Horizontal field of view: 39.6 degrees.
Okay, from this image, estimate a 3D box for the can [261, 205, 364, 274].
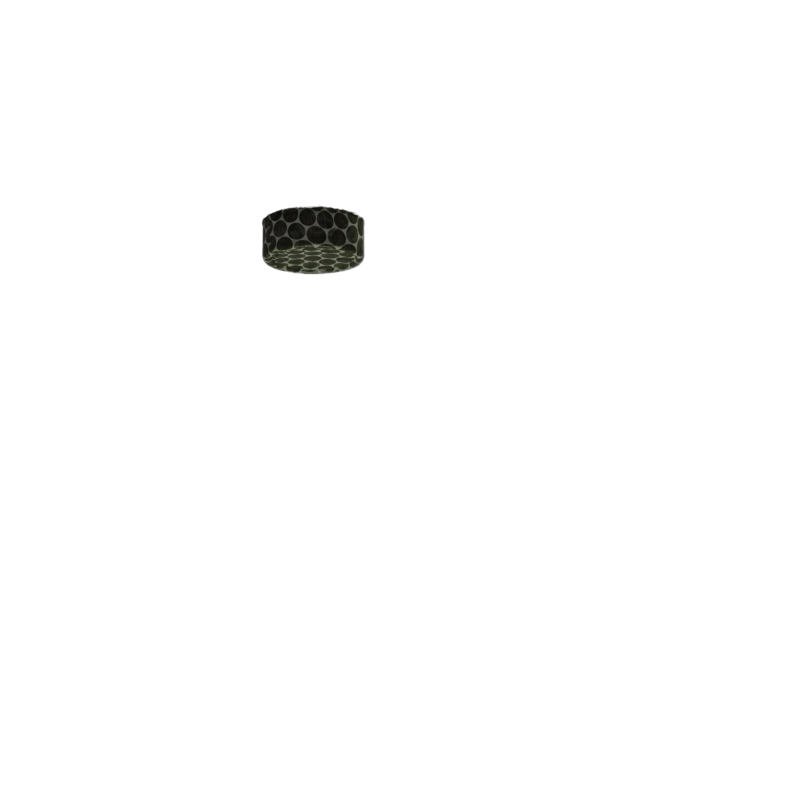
[{"bbox_3d":[-0.072,-0.131,0.916,0.086,0.035,0.083,0,-11,-2],"label":"can"}]
